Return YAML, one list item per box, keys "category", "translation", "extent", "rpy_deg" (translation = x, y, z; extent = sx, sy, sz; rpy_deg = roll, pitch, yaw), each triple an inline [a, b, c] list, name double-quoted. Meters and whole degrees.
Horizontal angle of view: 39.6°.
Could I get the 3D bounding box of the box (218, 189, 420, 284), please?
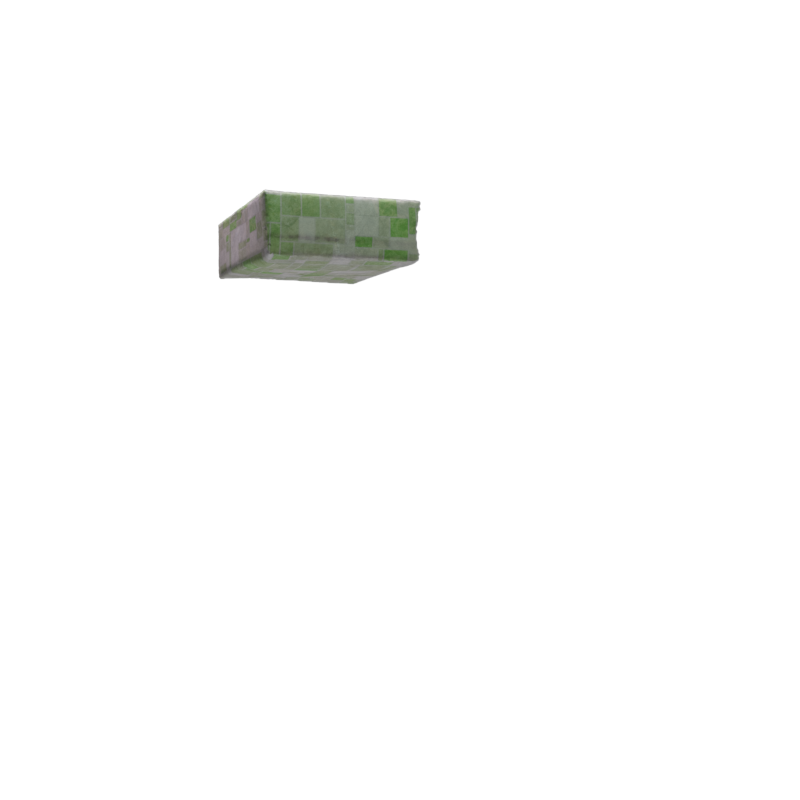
- category: "box"
  translation: [-0.050, -0.091, 0.639]
  extent: [0.088, 0.039, 0.115]
  rpy_deg: [0, 0, -20]
